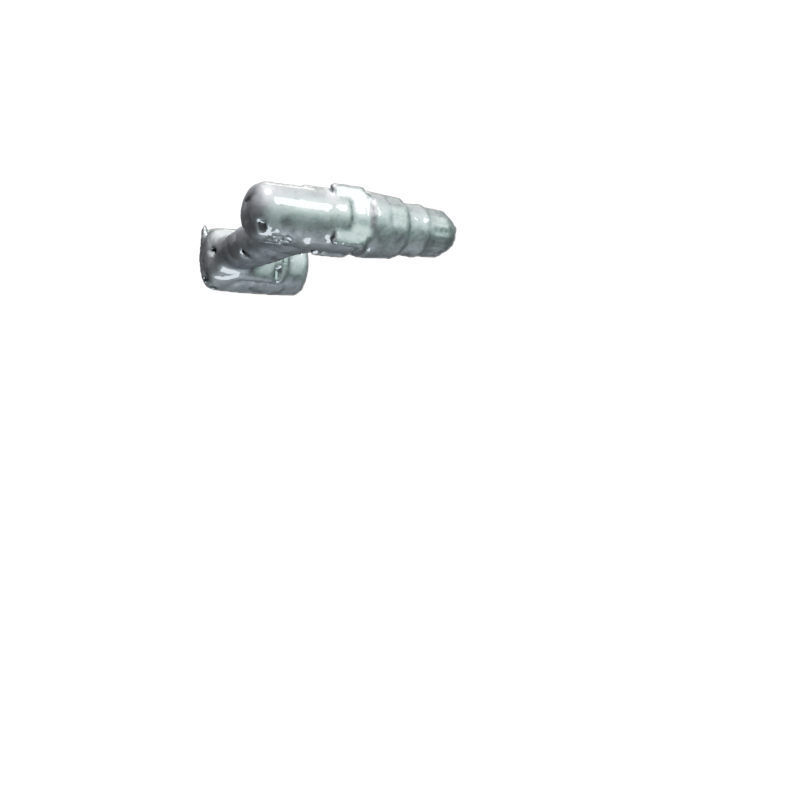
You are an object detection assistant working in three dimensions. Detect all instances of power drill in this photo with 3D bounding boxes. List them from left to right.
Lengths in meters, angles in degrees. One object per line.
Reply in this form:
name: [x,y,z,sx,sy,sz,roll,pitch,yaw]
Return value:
power drill: [-0.072,-0.132,0.923,0.177,0.059,0.189,5,-11,-30]
